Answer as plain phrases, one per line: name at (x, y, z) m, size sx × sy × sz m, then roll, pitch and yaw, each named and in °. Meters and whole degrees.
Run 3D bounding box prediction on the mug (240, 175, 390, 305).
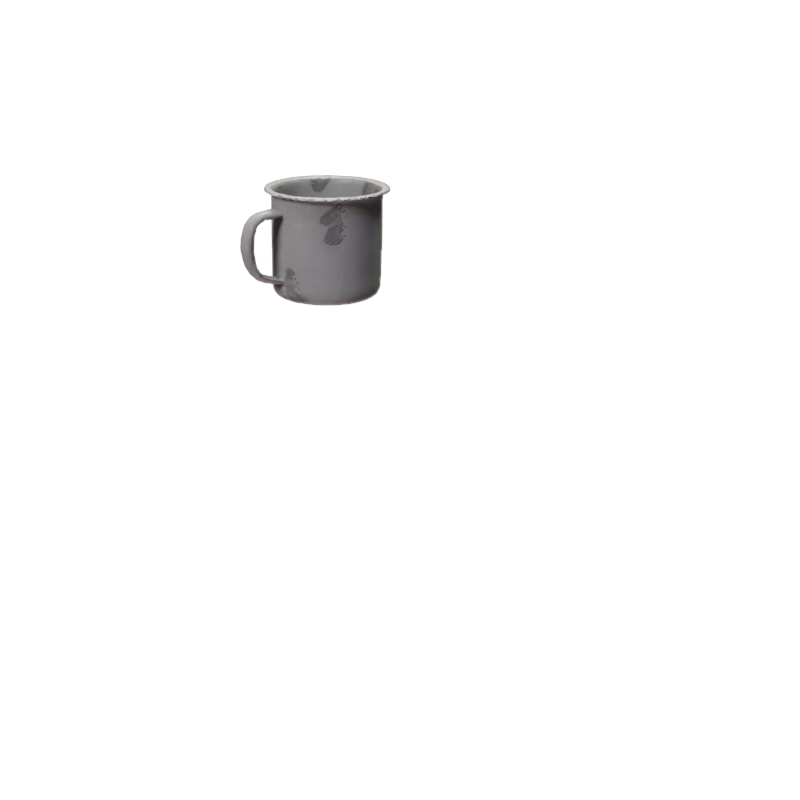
mug at (-0.064, -0.117, 0.819) m, size 0.114 × 0.079 × 0.099 m, roll -13°, pitch 23°, yaw -34°
